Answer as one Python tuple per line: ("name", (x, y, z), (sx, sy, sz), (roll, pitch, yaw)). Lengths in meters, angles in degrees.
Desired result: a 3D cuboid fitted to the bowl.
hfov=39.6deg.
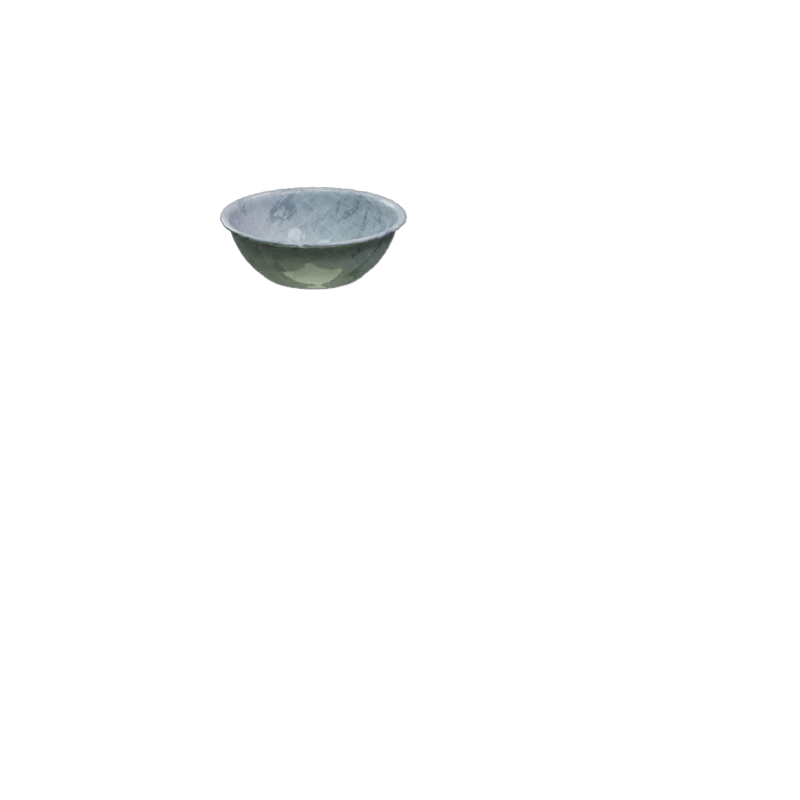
("bowl", (-0.076, -0.138, 0.968), (0.162, 0.052, 0.171), (-1, 26, -2))
